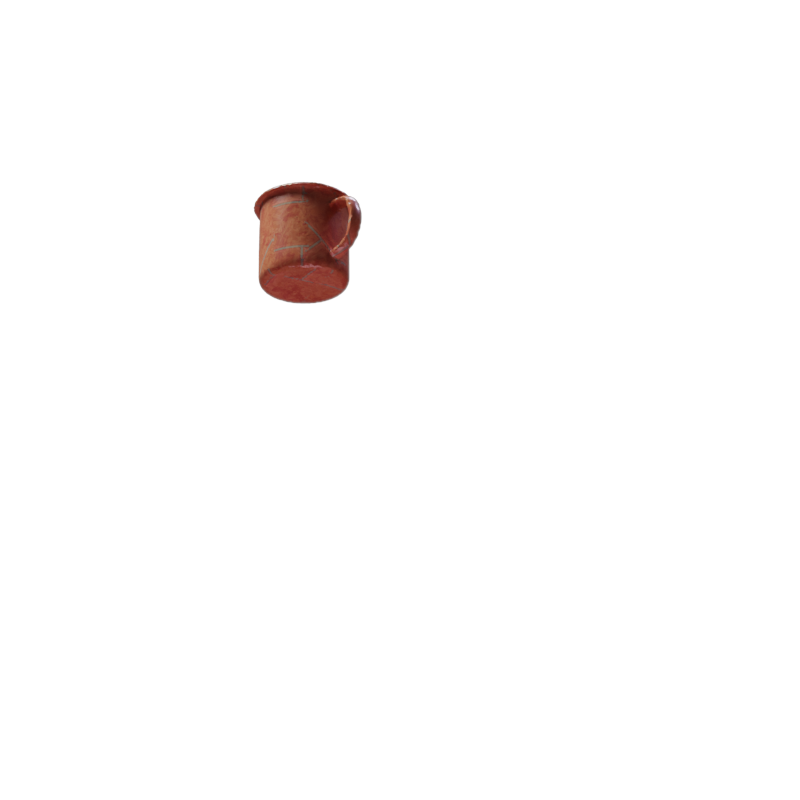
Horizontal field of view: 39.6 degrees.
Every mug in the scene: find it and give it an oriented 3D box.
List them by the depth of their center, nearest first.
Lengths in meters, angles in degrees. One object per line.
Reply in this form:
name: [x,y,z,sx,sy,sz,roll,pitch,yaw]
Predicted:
mug: [-0.078,-0.143,0.999,0.118,0.086,0.087,-22,-32,38]
